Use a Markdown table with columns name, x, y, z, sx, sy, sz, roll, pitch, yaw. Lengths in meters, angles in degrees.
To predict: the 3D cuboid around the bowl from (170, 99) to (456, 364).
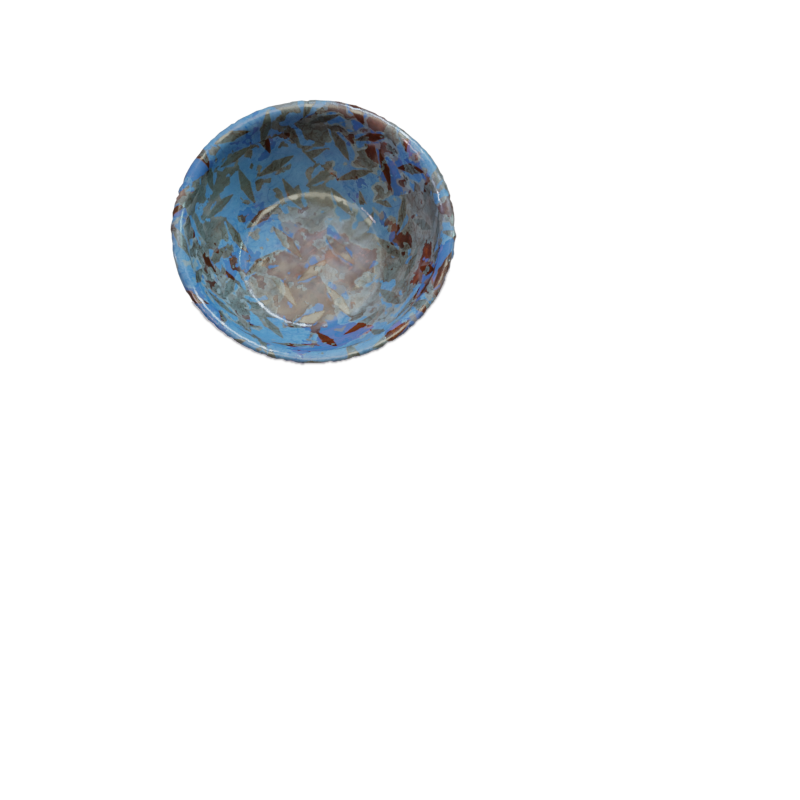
| name | x | y | z | sx | sy | sz | roll | pitch | yaw |
| --- | --- | --- | --- | --- | --- | --- | --- | --- | --- |
| bowl | -0.051 | -0.093 | 0.653 | 0.162 | 0.170 | 0.053 | -1 | -20 | -1 |
